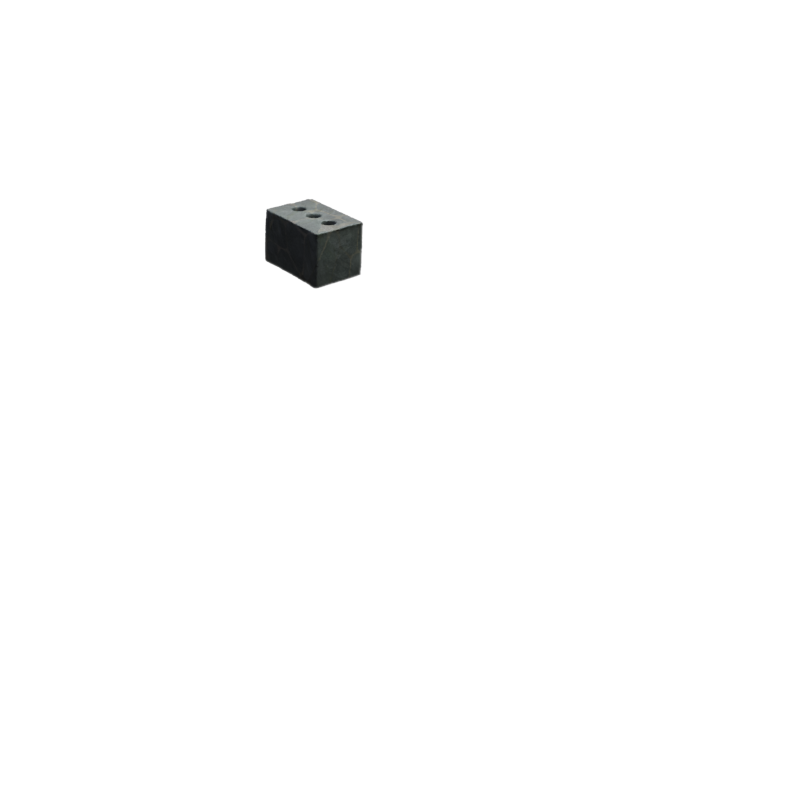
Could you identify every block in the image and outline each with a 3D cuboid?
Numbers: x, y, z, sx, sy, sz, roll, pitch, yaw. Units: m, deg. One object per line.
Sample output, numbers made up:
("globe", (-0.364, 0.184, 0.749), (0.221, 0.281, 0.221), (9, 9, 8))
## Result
("block", (-0.076, -0.139, 0.974), (0.052, 0.049, 0.083), (-19, 33, -35))
